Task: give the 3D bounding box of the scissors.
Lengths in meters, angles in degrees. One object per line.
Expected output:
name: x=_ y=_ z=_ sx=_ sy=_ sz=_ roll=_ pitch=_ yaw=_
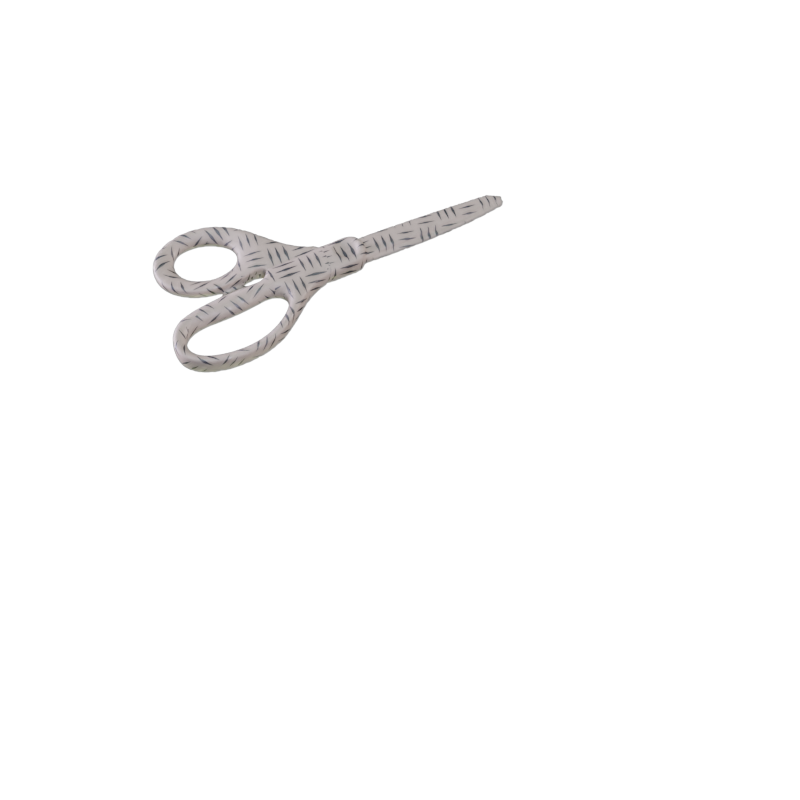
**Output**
scissors: x=-0.047 y=-0.086 z=0.606 sx=0.203 sy=0.015 sz=0.102 roll=-37 pitch=62 yaw=-24
